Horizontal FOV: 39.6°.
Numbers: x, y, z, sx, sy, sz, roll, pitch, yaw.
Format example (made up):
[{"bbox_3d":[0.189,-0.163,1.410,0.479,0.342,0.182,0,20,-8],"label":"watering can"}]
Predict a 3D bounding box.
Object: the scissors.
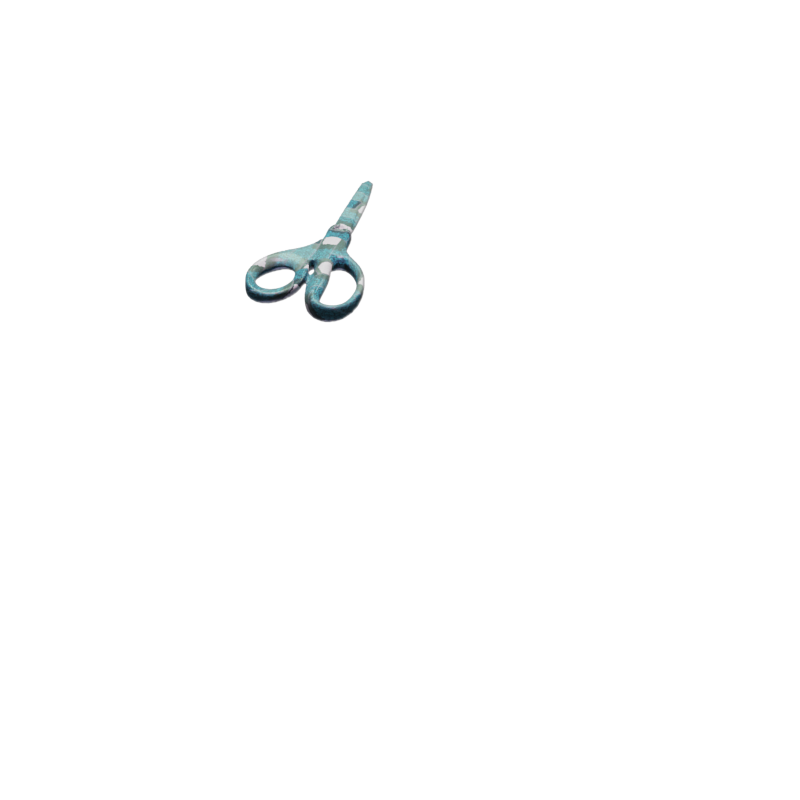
[{"bbox_3d":[-0.067,-0.123,0.859,0.096,0.015,0.215,-1,36,-1],"label":"scissors"}]
